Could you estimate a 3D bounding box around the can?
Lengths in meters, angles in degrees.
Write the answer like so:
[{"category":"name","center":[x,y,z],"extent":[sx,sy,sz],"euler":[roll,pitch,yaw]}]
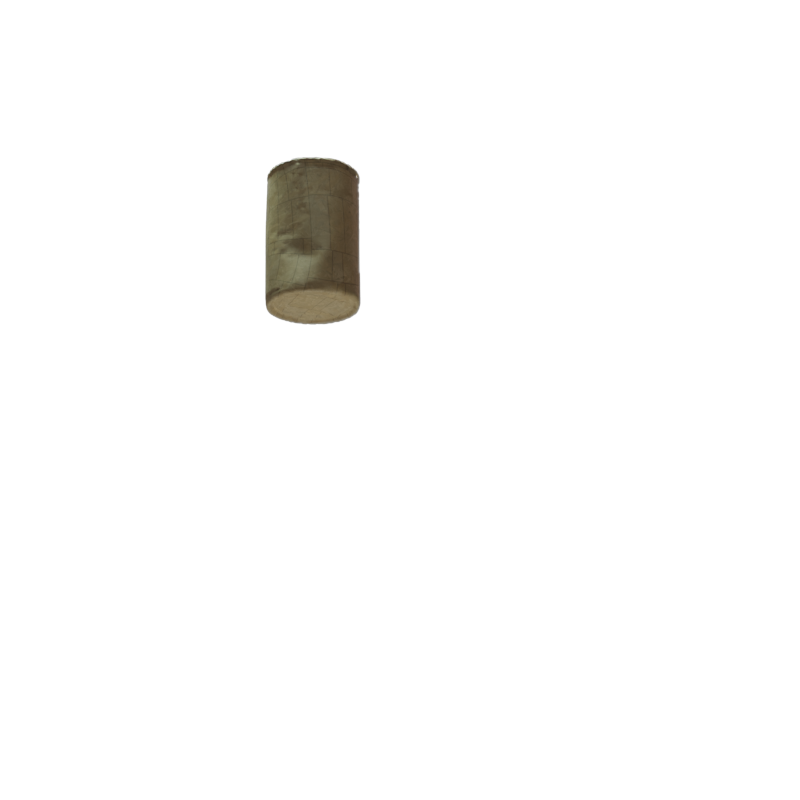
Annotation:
[{"category":"can","center":[-0.062,-0.113,0.789],"extent":[0.068,0.108,0.065],"euler":[0,-22,-2]}]
